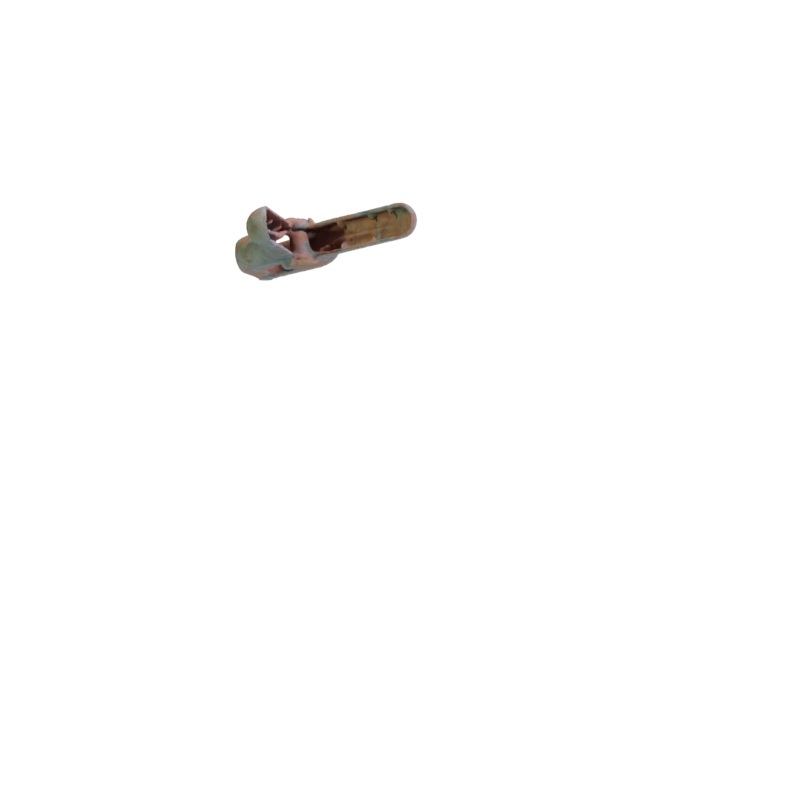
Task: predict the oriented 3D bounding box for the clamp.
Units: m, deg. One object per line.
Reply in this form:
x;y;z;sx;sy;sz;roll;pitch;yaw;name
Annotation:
-0.063;-0.115;0.808;0.118;0.040;0.173;0;-1;-15;clamp
